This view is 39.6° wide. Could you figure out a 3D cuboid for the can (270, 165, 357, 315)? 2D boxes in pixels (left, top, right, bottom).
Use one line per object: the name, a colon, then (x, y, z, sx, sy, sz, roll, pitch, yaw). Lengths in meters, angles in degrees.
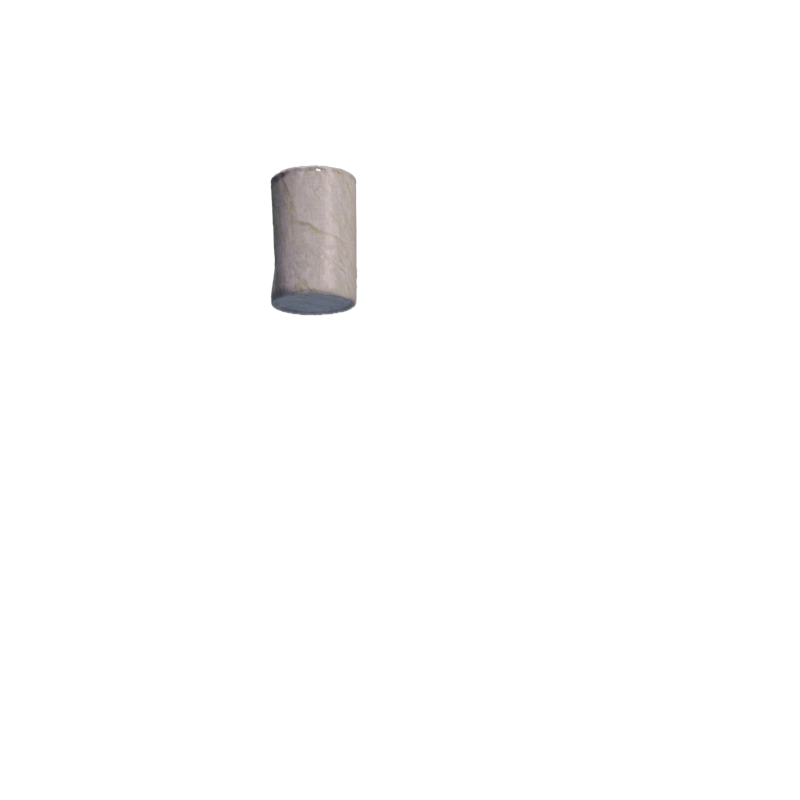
can: (-0.067, -0.123, 0.862, 0.068, 0.106, 0.066, 0, -16, -2)
